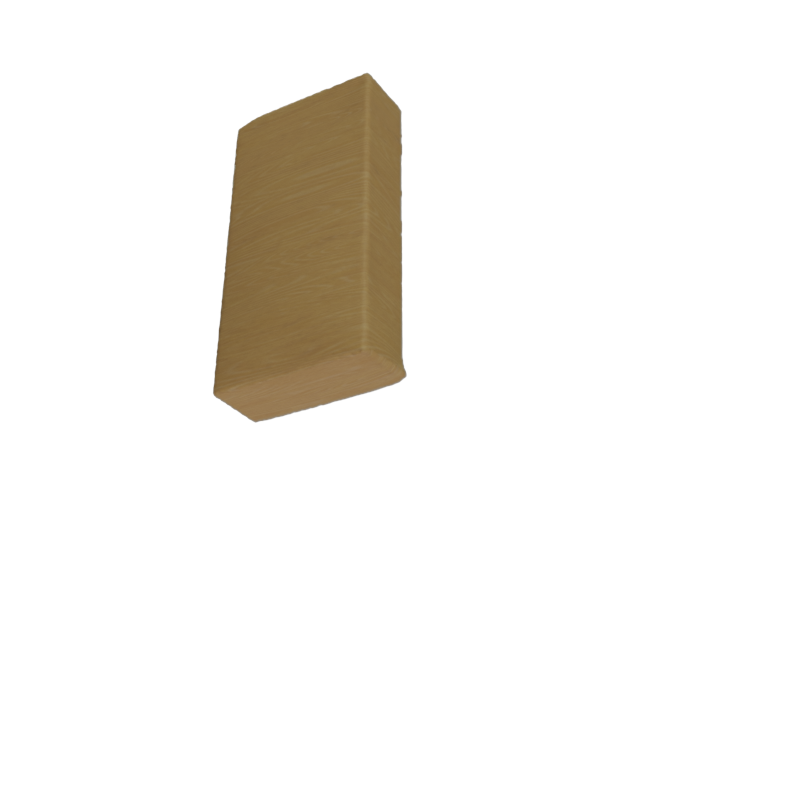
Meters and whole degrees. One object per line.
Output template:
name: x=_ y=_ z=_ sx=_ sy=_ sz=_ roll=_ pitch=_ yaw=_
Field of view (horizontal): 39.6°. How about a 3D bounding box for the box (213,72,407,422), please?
box: x=-0.047 y=-0.084 z=0.591 sx=0.094 sy=0.188 sz=0.044 roll=-18 pitch=-34 yaw=25
